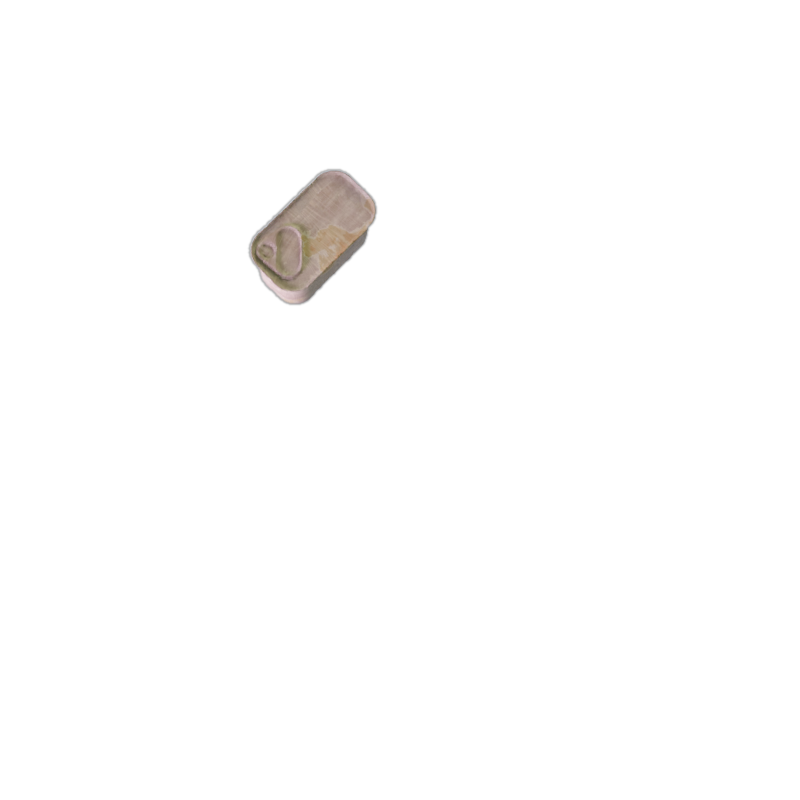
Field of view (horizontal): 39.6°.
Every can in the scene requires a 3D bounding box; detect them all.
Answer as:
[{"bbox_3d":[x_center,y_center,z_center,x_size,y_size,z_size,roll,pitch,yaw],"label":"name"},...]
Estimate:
[{"bbox_3d":[-0.070,-0.127,0.890,0.058,0.102,0.082,44,-8,3],"label":"can"}]
